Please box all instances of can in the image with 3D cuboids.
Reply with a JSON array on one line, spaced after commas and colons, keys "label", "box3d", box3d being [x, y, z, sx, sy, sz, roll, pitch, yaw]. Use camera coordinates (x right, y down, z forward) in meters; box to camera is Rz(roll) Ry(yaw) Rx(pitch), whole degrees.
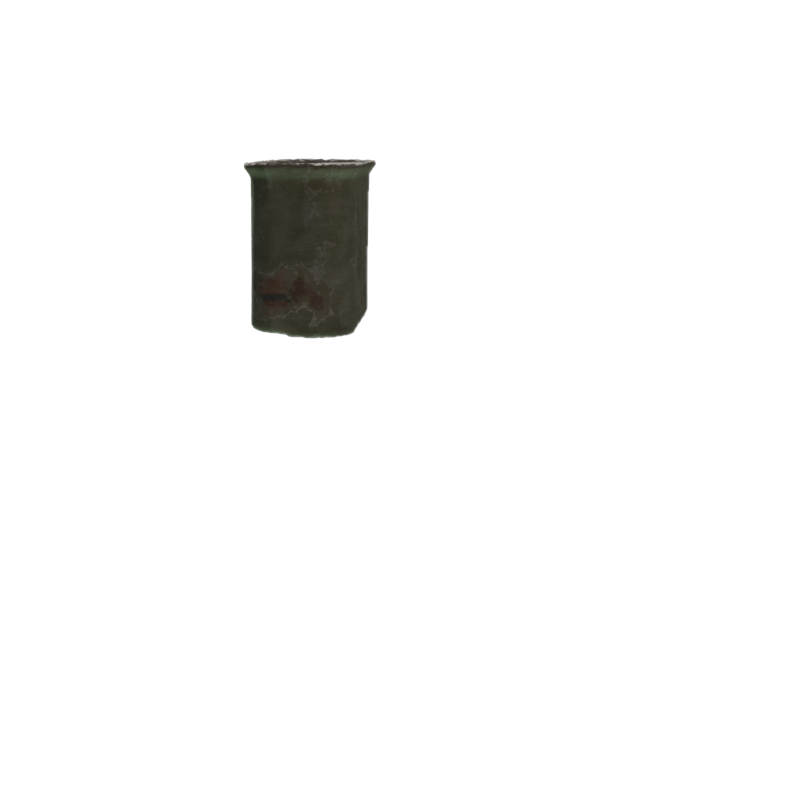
[{"label": "can", "box3d": [-0.045, -0.082, 0.573, 0.058, 0.082, 0.103, 1, 11, 6]}]
